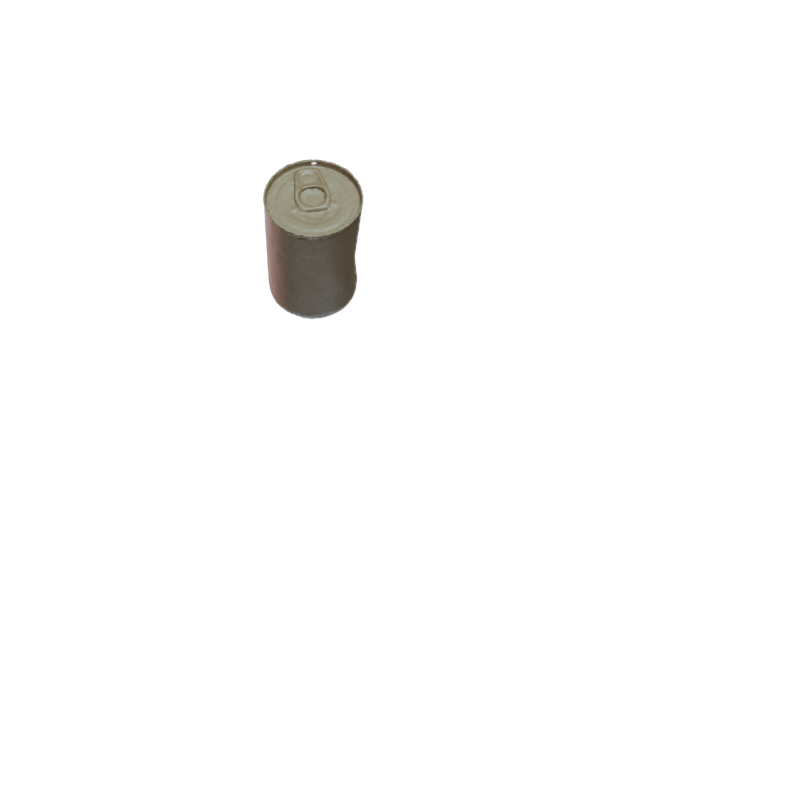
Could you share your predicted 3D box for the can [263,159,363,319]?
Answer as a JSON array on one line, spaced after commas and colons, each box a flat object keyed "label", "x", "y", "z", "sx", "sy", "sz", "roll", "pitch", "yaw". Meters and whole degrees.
[{"label": "can", "x": -0.062, "y": -0.113, "z": 0.789, "sx": 0.068, "sy": 0.073, "sz": 0.096, "roll": 0, "pitch": -32, "yaw": -3}]
